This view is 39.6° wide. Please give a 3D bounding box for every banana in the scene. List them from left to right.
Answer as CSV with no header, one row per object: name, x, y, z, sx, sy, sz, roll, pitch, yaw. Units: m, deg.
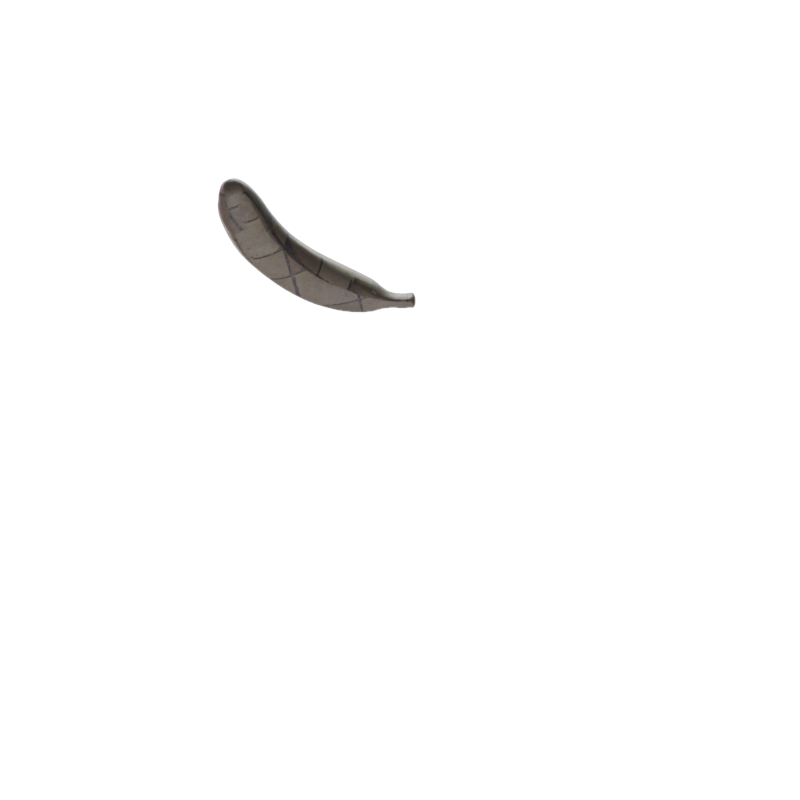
banana,-0.076,-0.110,0.831,0.070,0.039,0.185,-26,-39,36
